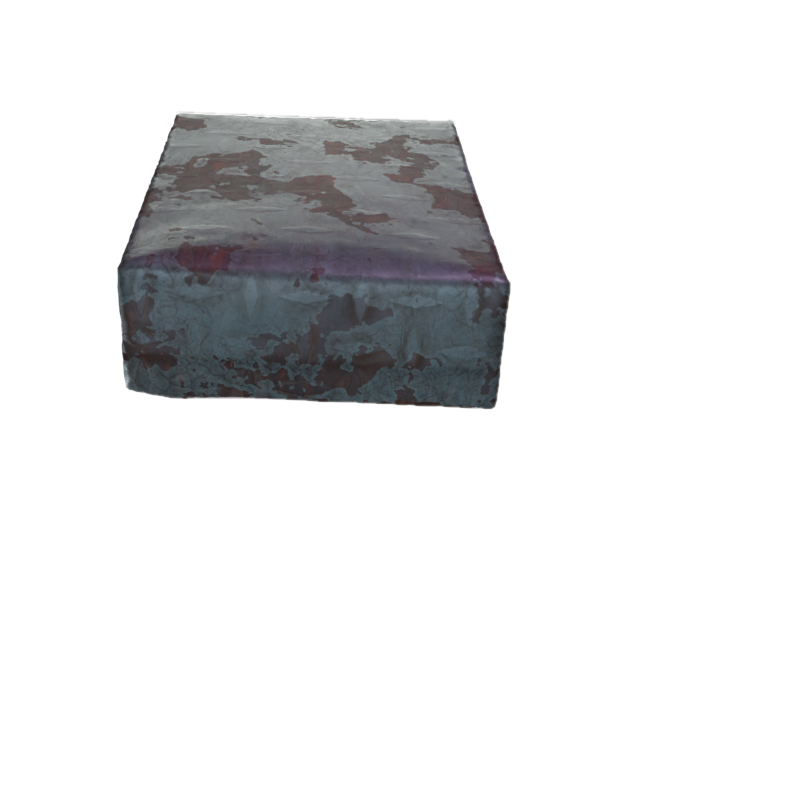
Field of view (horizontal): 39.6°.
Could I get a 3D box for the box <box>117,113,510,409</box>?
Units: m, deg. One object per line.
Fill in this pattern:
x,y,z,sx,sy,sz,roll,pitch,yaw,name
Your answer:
-0.044,-0.080,0.560,0.164,0.068,0.227,1,29,-3,box
